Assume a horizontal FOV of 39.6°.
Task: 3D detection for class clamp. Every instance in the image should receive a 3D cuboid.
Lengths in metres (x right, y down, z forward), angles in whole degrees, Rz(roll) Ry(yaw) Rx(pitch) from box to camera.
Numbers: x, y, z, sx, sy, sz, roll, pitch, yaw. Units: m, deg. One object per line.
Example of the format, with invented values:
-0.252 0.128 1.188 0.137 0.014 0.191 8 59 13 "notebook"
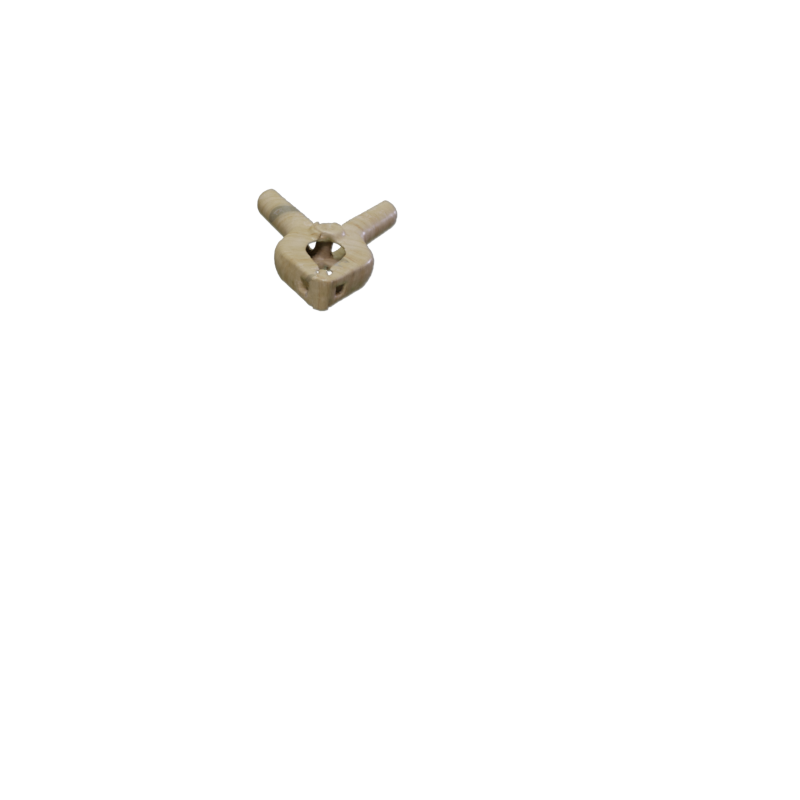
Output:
-0.071 -0.129 0.902 0.122 0.037 0.179 4 30 7 "clamp"
